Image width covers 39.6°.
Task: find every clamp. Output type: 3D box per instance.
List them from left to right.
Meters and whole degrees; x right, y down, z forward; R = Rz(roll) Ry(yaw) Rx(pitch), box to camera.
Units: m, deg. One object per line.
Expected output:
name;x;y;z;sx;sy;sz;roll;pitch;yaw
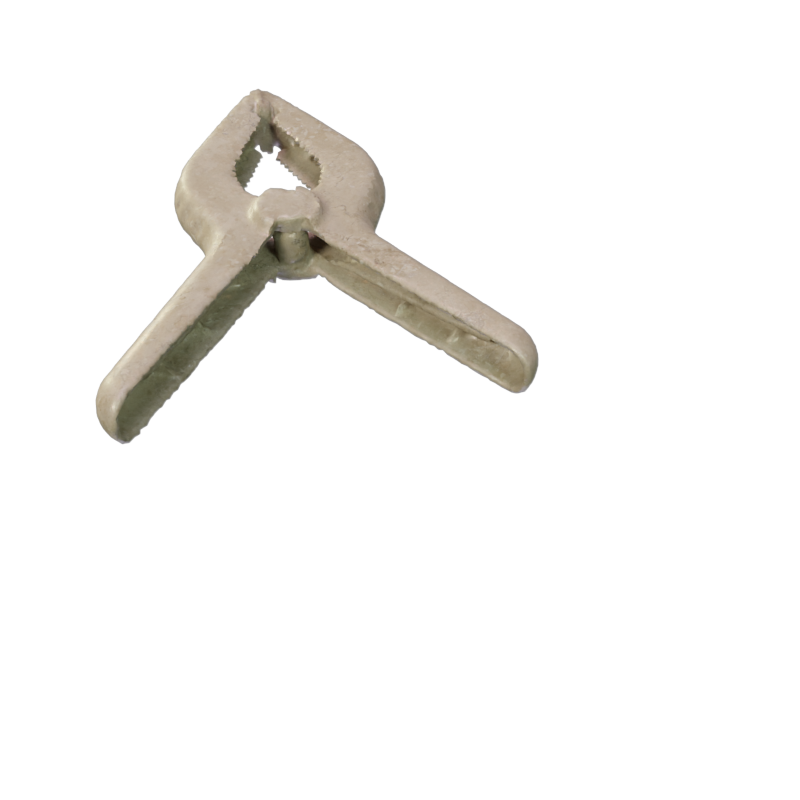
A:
clamp;-0.037;-0.068;0.477;0.164;0.034;0.226;-3;43;-3
